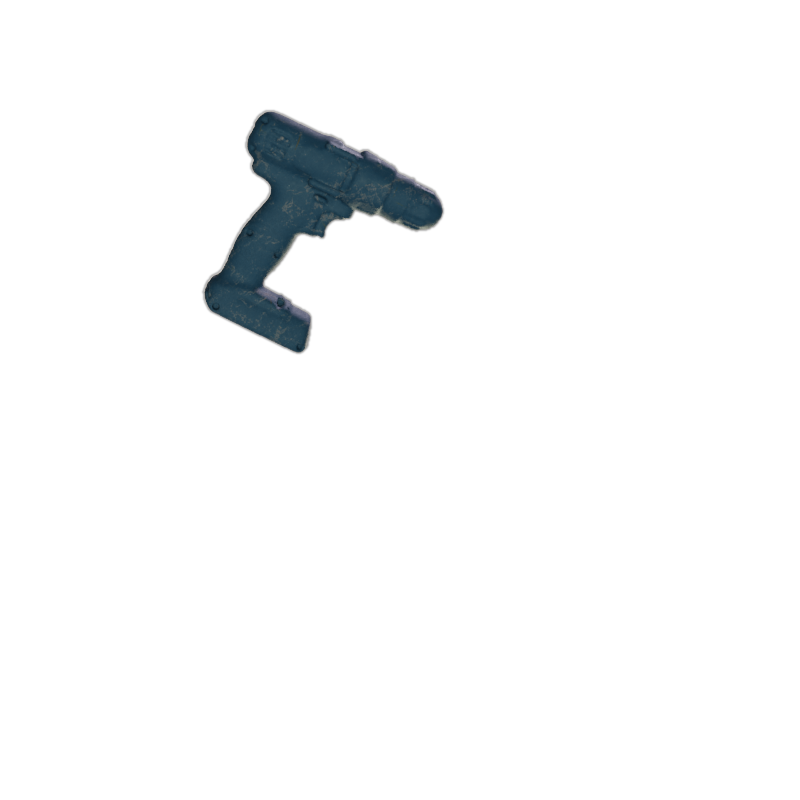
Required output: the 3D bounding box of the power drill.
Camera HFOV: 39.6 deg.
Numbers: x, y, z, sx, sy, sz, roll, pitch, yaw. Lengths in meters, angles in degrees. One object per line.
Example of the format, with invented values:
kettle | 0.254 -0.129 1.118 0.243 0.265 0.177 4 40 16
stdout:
power drill | -0.077 -0.141 0.985 0.182 0.185 0.059 26 9 -5
